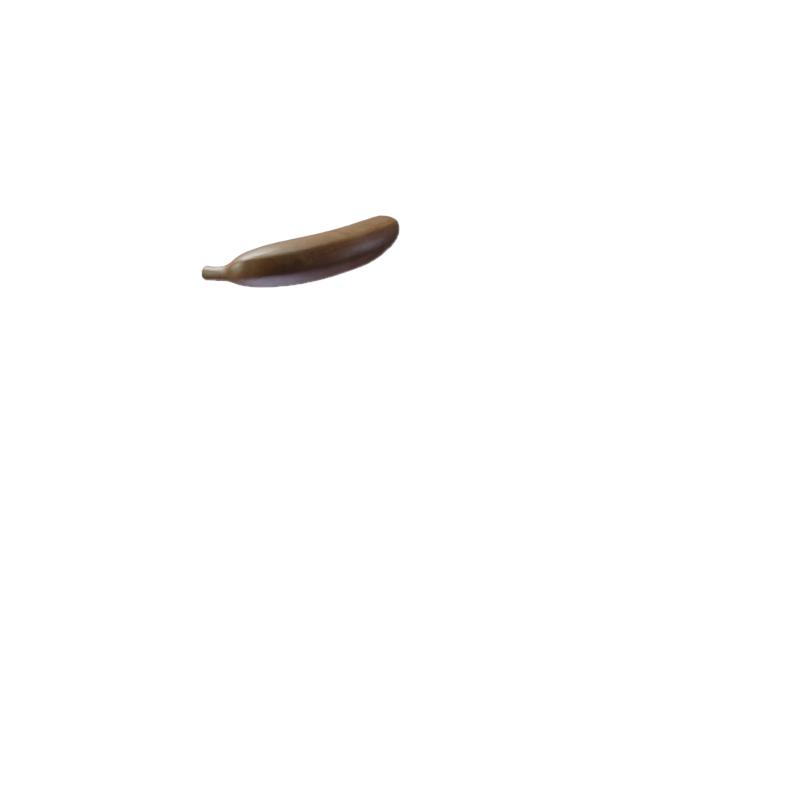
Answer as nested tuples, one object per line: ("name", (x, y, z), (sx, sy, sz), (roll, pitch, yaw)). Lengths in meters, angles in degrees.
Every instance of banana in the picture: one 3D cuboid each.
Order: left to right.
("banana", (-0.067, -0.128, 0.938), (0.194, 0.035, 0.074), (-18, 31, -31))
